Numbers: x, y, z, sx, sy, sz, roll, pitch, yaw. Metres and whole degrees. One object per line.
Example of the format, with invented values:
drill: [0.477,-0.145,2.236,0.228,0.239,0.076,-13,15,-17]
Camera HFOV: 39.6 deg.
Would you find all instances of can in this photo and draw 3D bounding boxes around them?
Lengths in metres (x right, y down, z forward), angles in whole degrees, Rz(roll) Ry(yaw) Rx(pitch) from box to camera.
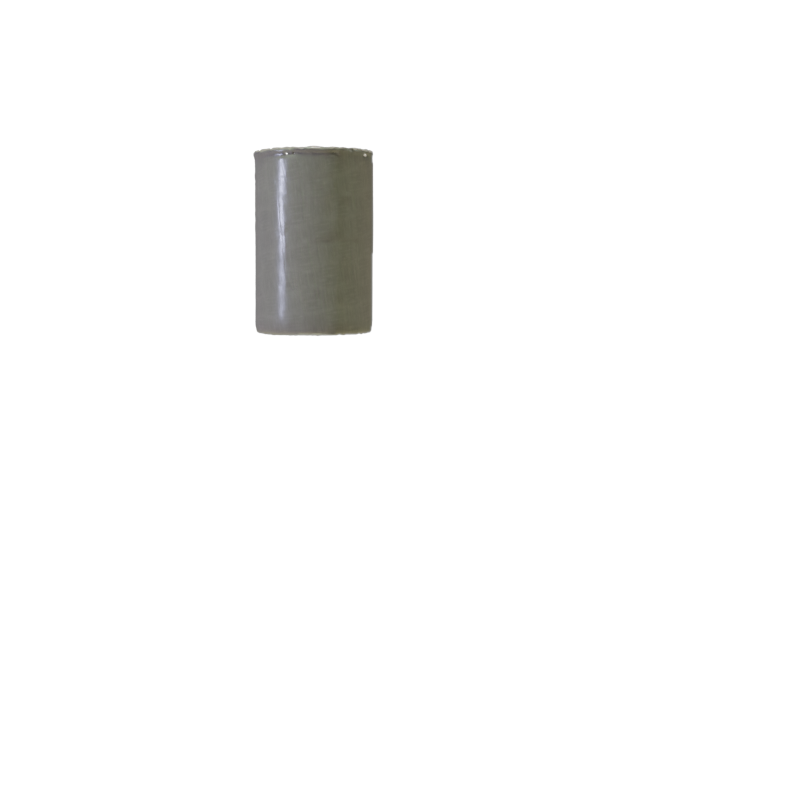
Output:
can: [-0.049,-0.090,0.627,0.068,0.102,0.069,0,2,-2]
